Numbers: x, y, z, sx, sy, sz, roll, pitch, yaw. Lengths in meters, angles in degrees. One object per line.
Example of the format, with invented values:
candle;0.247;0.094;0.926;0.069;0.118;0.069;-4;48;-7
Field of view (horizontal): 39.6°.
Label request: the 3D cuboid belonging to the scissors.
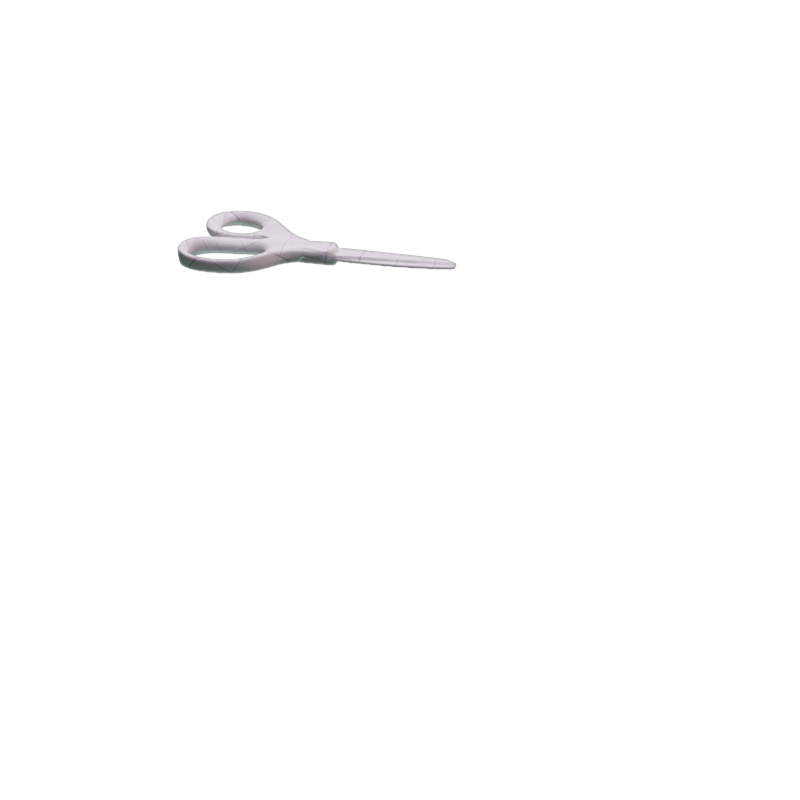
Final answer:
scissors;-0.065;-0.119;0.836;0.201;0.015;0.103;-2;33;-3
